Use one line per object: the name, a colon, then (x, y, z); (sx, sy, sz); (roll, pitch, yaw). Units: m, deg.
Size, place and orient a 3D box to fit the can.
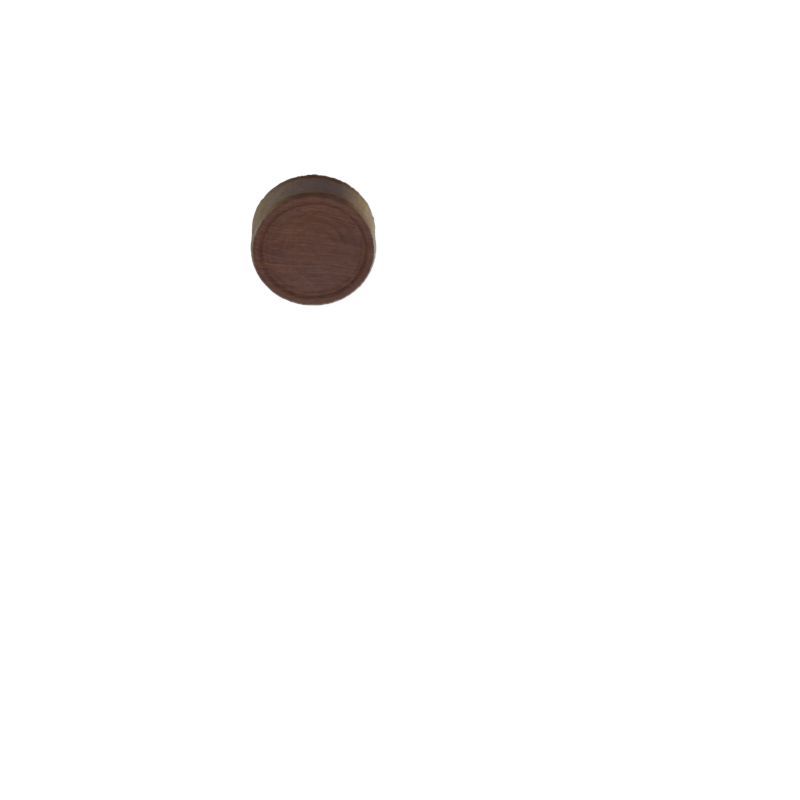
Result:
can: (-0.059, -0.108, 0.754); (0.086, 0.081, 0.036); (1, 29, -1)
